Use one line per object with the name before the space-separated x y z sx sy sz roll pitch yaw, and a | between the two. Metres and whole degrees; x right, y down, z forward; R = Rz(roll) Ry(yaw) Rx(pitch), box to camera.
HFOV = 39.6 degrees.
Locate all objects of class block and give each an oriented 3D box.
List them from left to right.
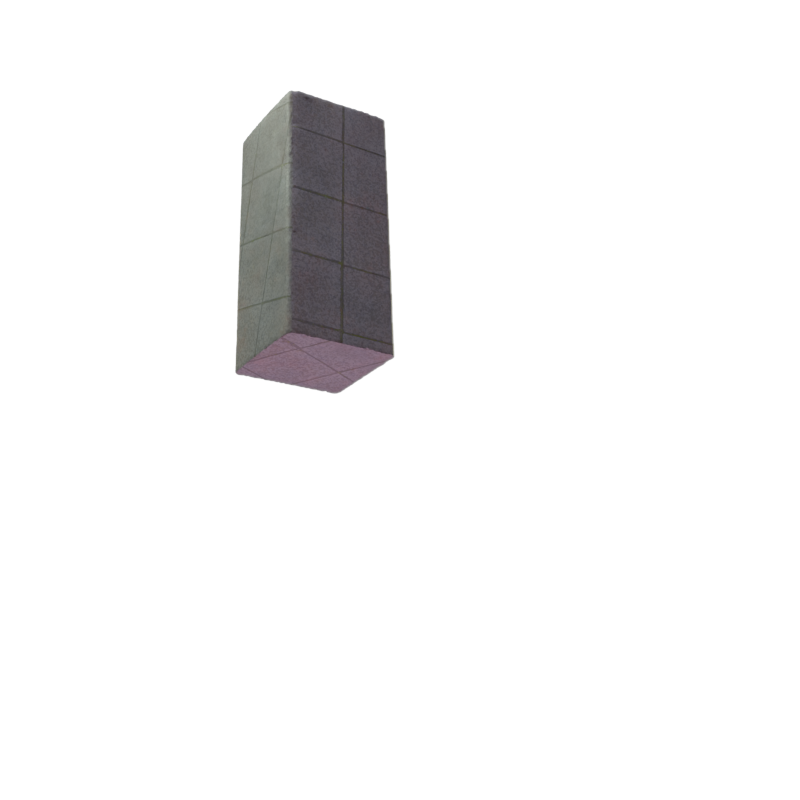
block | -0.067 -0.123 0.860 0.087 0.219 0.089 14 -30 -28
